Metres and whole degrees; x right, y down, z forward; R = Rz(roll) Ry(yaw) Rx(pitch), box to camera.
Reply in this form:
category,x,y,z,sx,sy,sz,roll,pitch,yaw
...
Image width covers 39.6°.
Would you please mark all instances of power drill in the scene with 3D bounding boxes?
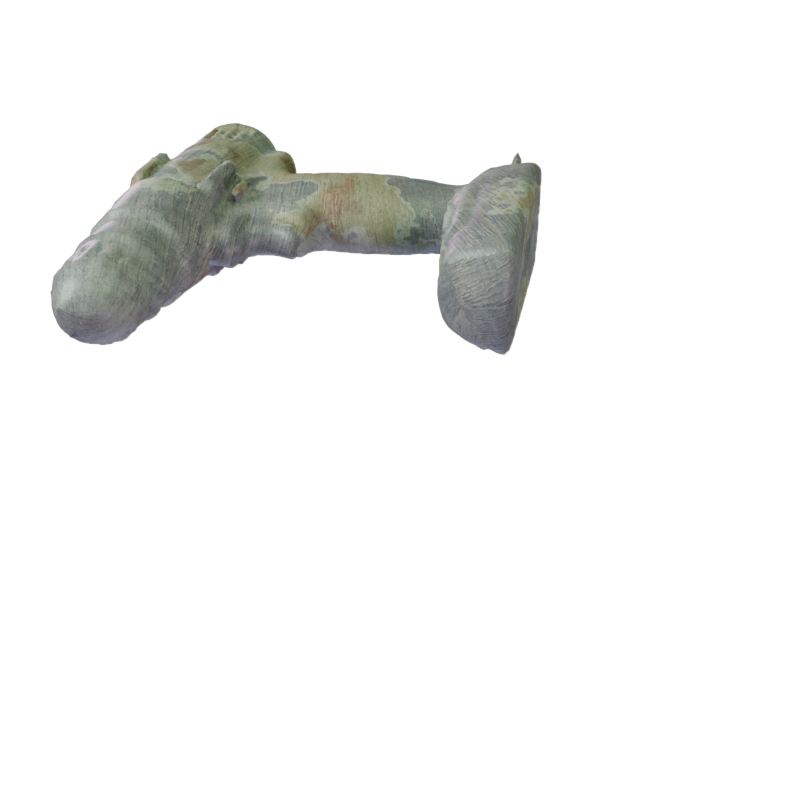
category,x,y,z,sx,sy,sz,roll,pitch,yaw
power drill,-0.038,-0.070,0.491,0.192,0.054,0.192,9,34,13
